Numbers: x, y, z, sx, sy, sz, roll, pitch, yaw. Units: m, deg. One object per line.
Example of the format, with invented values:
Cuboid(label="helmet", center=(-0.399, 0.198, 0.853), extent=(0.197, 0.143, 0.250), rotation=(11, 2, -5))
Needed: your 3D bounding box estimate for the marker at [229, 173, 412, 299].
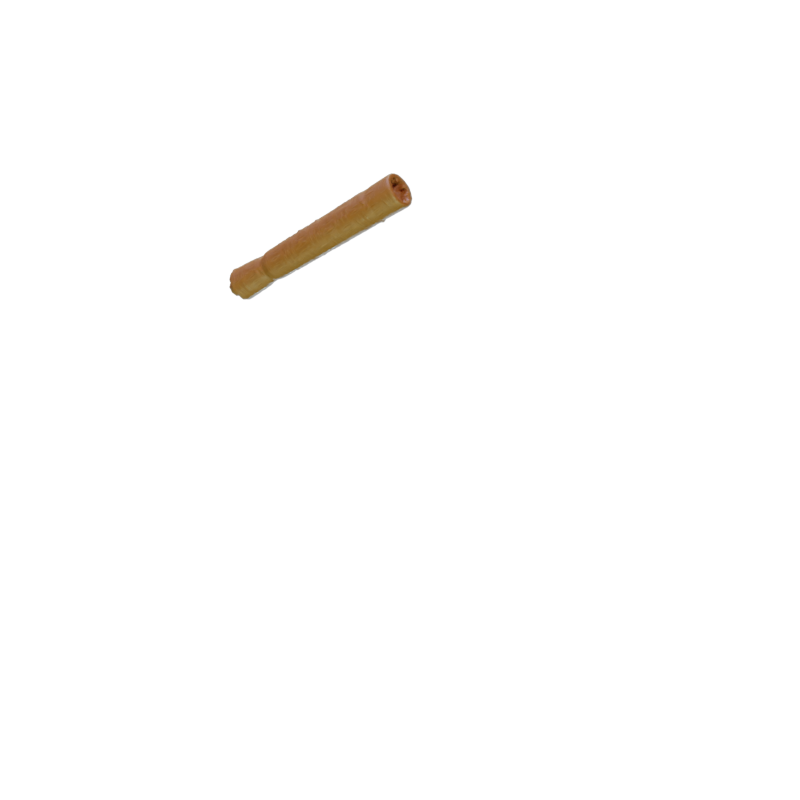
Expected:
Cuboid(label="marker", center=(-0.046, -0.083, 0.581), extent=(0.121, 0.020, 0.019), rotation=(-25, -11, 33))
